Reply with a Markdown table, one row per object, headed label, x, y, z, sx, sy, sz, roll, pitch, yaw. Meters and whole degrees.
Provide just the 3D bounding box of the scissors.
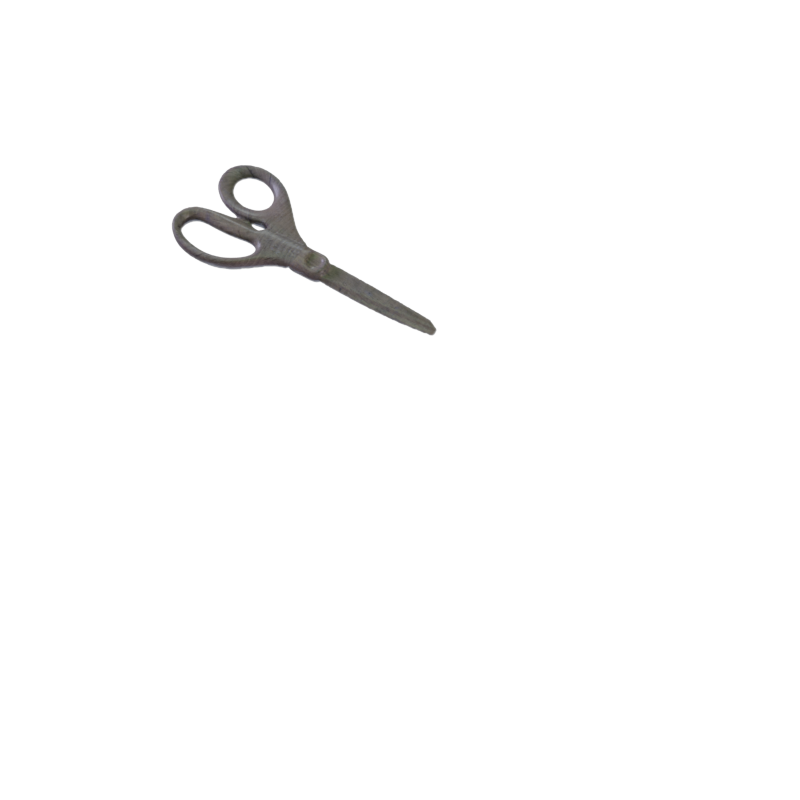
| label | x | y | z | sx | sy | sz | roll | pitch | yaw |
| --- | --- | --- | --- | --- | --- | --- | --- | --- | --- |
| scissors | -0.062 | -0.113 | 0.790 | 0.205 | 0.101 | 0.015 | 15 | -29 | 9 |
